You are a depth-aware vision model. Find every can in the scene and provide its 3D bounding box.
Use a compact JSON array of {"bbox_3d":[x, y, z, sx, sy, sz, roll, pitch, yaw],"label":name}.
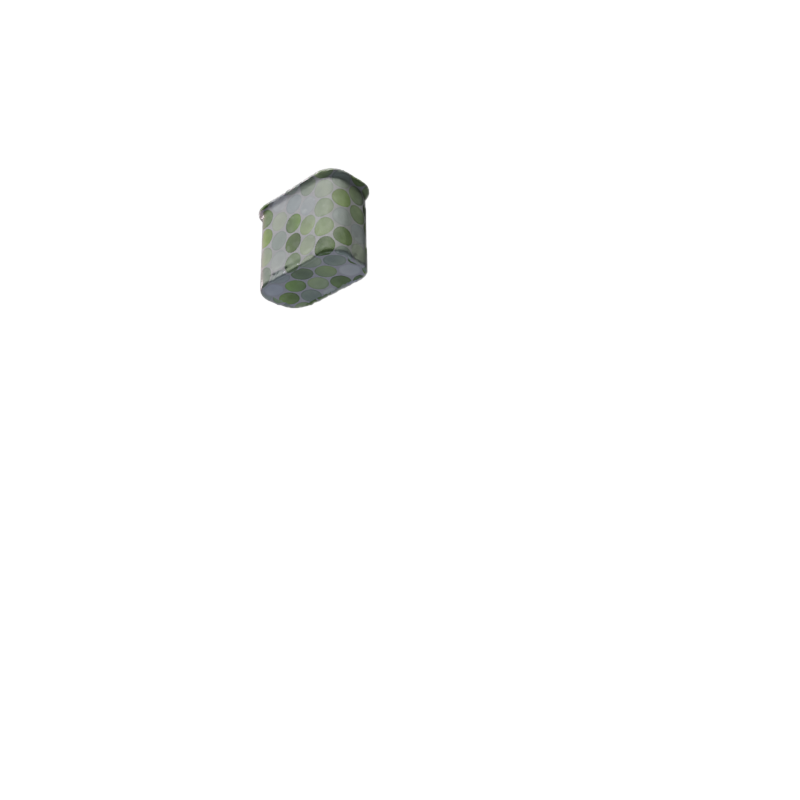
[{"bbox_3d":[-0.074,-0.135,0.943,0.102,0.089,0.054,-25,-38,35],"label":"can"}]
